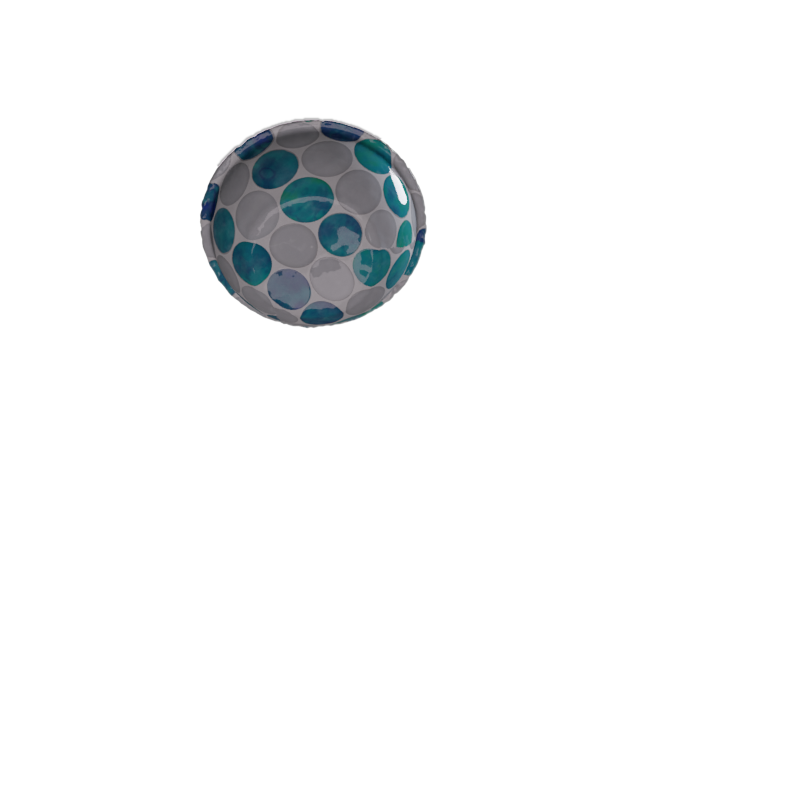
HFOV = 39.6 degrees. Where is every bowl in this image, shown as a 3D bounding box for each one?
[{"bbox_3d":[-0.060,-0.110,0.769,0.162,0.153,0.058,1,26,-1],"label":"bowl"}]
